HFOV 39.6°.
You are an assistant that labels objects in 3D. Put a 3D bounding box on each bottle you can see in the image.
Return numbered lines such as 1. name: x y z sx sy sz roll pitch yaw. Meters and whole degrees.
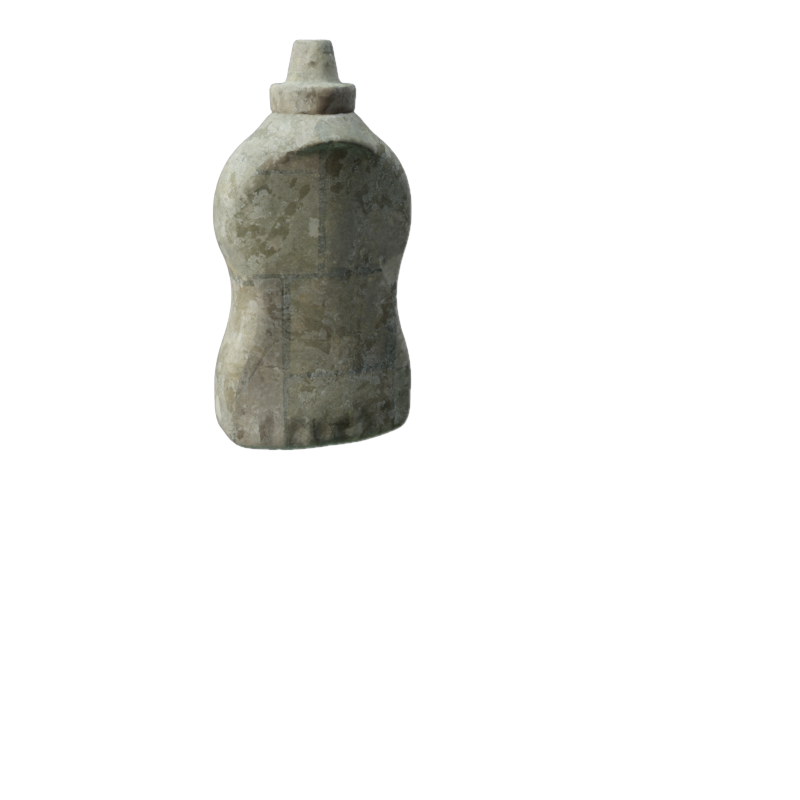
1. bottle: -0.042 -0.077 0.535 0.094 0.186 0.061 -4 13 -19
